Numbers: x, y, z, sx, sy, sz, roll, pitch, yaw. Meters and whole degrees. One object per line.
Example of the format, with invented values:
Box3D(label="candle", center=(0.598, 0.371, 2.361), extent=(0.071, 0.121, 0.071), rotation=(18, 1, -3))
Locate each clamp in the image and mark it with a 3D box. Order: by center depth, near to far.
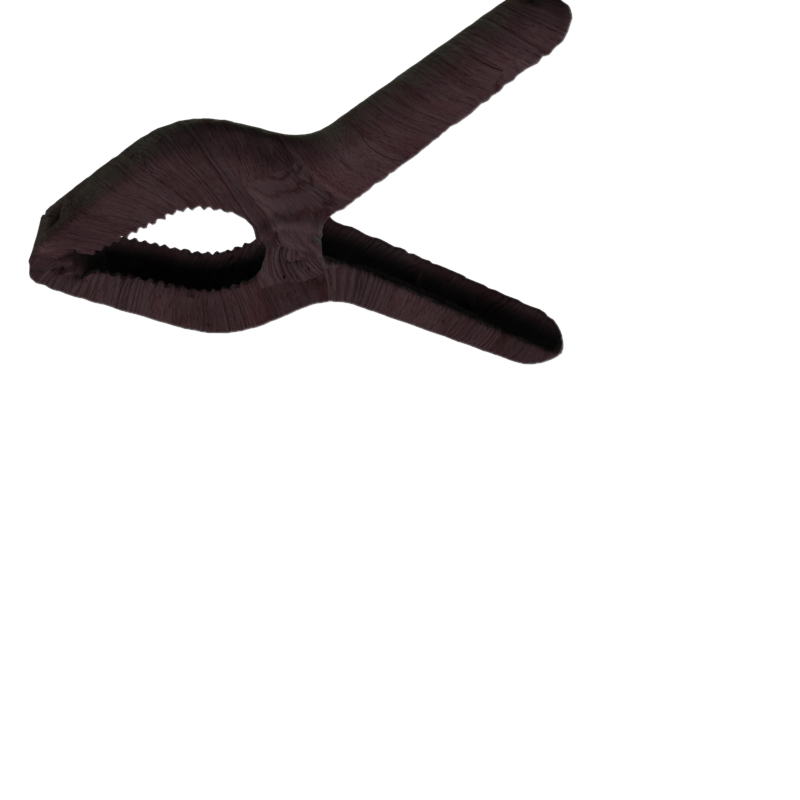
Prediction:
Box3D(label="clamp", center=(-0.033, -0.060, 0.422), extent=(0.211, 0.152, 0.039), rotation=(-10, 42, 9))
